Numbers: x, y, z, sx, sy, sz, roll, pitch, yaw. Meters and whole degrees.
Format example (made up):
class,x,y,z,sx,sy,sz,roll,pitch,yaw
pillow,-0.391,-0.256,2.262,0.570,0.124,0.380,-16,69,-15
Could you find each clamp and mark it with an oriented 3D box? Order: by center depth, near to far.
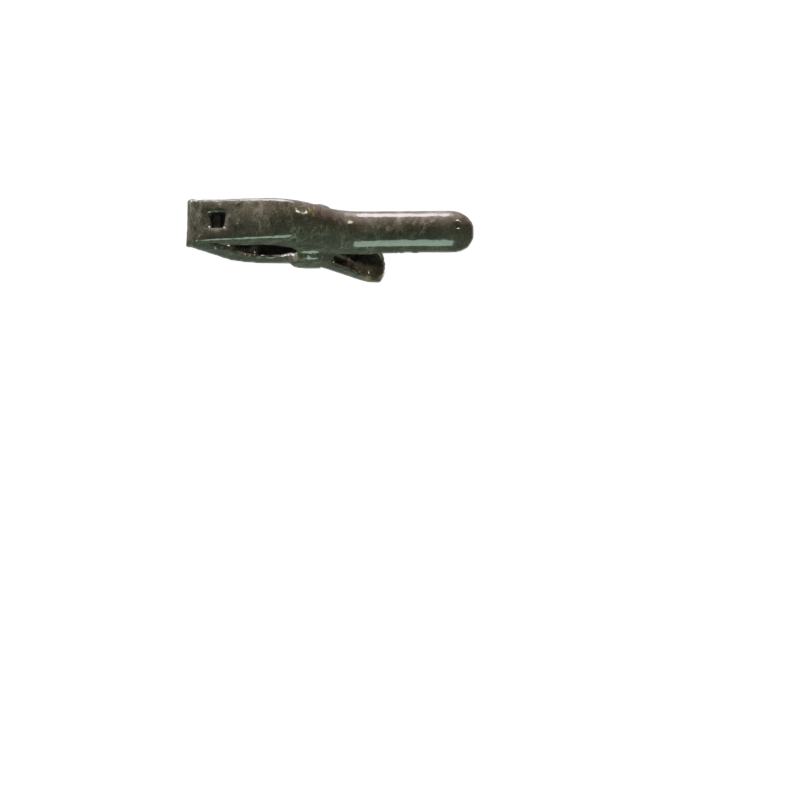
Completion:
class,x,y,z,sx,sy,sz,roll,pitch,yaw
clamp,-0.054,-0.099,0.694,0.167,0.041,0.119,5,-15,-19
